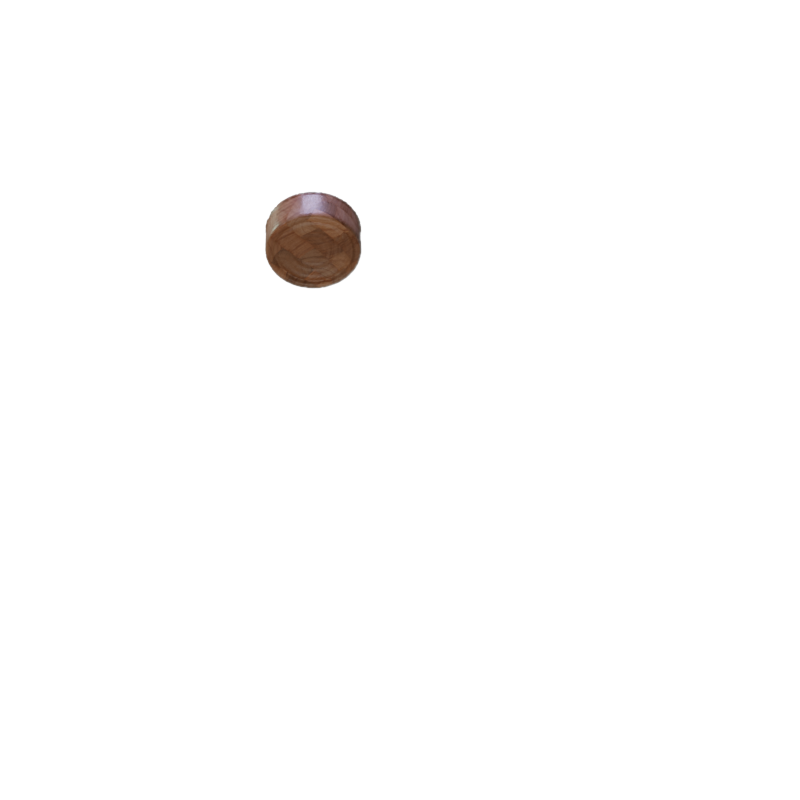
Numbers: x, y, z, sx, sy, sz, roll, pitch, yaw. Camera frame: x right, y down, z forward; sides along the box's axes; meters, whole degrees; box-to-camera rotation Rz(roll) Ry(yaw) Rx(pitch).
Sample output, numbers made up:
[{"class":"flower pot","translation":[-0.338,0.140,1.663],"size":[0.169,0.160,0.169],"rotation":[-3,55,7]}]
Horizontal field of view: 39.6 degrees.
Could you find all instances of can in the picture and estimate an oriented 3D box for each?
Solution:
[{"class":"can","translation":[-0.077,-0.140,0.982],"size":[0.086,0.080,0.036],"rotation":[1,42,-1]}]
